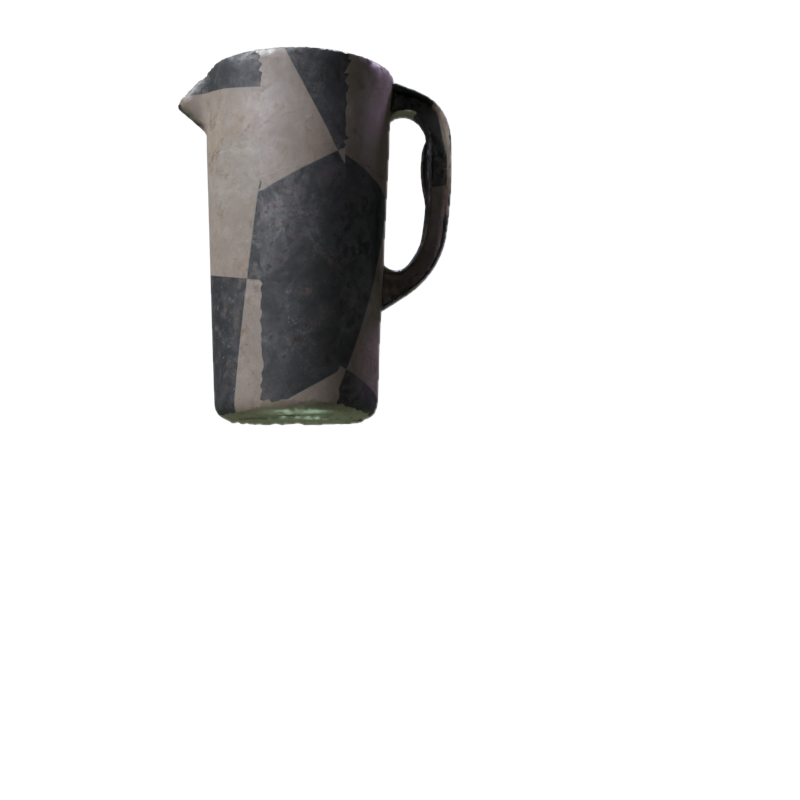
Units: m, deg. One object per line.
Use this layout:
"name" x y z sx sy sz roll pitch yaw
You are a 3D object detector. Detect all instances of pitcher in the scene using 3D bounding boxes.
"pitcher" -0.059 -0.108 0.754 0.153 0.249 0.137 -8 -12 39
